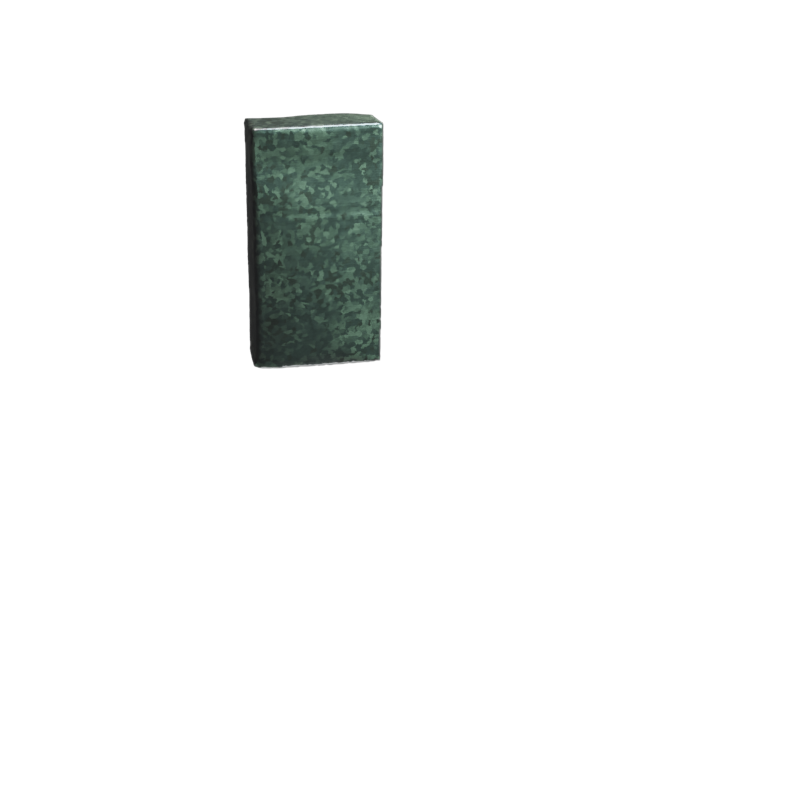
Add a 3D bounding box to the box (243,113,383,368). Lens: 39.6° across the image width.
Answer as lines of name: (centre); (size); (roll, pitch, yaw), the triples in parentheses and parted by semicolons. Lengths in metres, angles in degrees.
box: (-0.061, -0.112, 0.781); (0.092, 0.169, 0.051); (-3, 18, -12)
